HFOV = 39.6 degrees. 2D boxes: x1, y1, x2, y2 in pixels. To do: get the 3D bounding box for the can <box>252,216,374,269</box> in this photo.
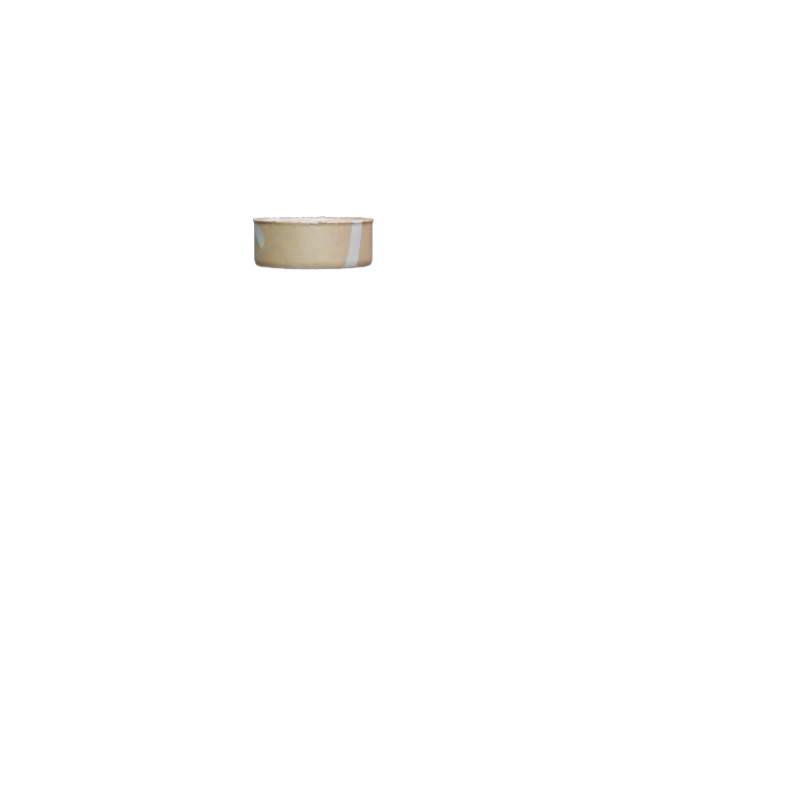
[{"bbox_3d":[-0.062,-0.112,0.787,0.086,0.033,0.087,0,10,-2],"label":"can"}]
